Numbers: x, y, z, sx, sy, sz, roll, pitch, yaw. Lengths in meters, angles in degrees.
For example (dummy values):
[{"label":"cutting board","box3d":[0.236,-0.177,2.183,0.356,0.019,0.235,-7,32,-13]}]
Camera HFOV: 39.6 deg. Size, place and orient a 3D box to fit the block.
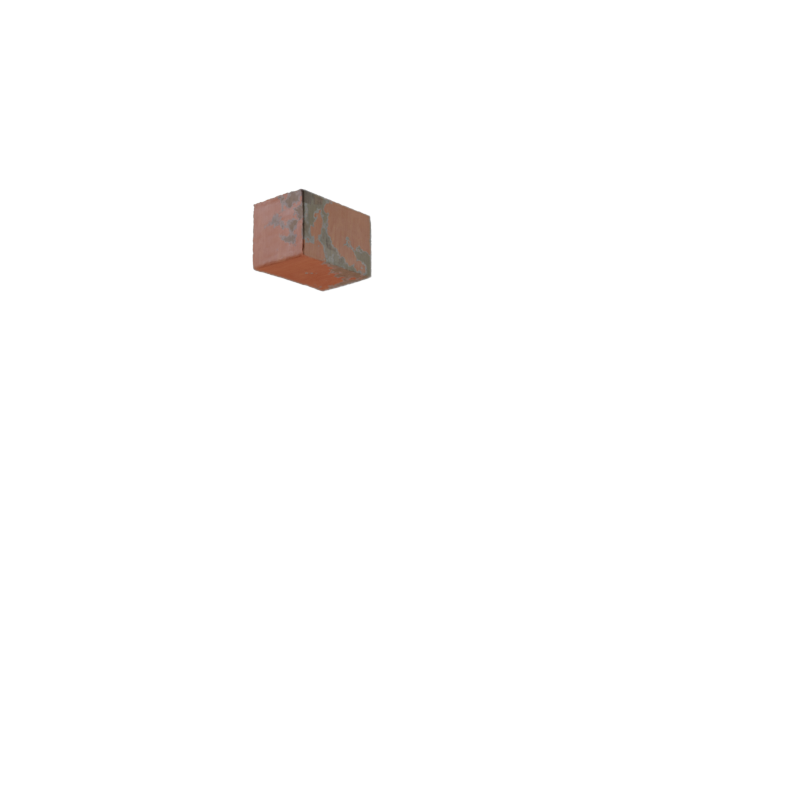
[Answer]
[{"label":"block","box3d":[-0.064,-0.118,0.823,0.054,0.053,0.073,-13,-19,38]}]
